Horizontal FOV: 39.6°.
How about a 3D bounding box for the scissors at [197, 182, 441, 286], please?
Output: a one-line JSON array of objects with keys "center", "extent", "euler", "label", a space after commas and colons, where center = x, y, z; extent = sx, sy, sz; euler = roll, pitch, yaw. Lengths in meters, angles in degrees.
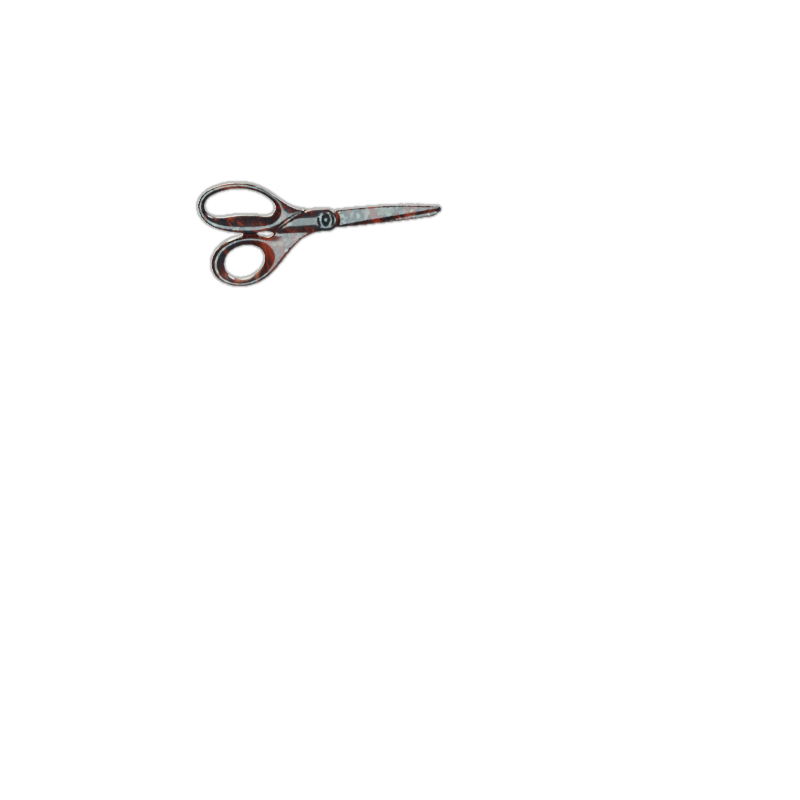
[{"center": [-0.073, -0.132, 0.927], "extent": [0.201, 0.096, 0.016], "euler": [10, 1, 0], "label": "scissors"}]
